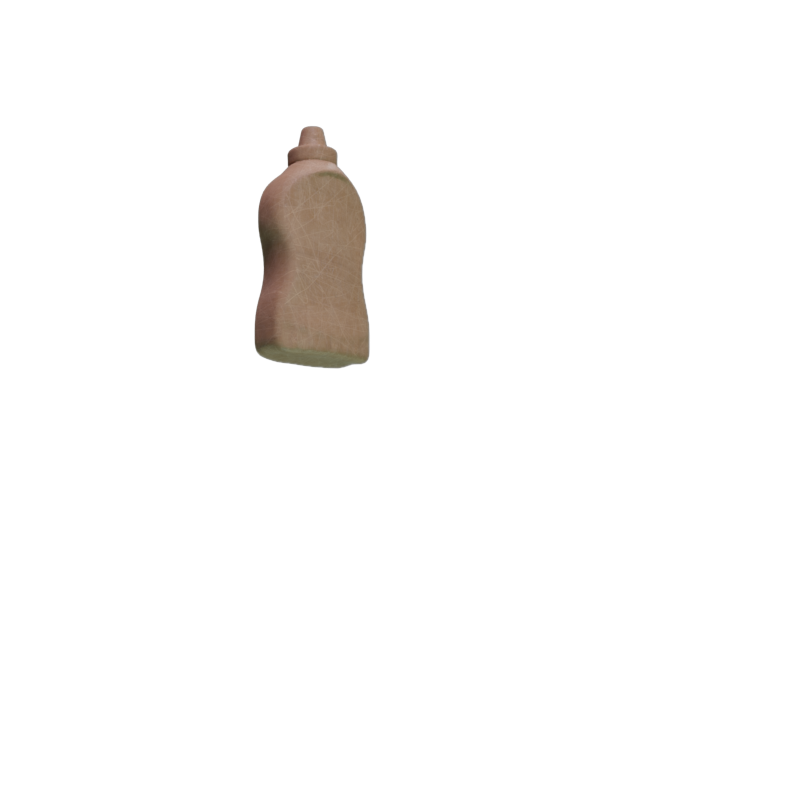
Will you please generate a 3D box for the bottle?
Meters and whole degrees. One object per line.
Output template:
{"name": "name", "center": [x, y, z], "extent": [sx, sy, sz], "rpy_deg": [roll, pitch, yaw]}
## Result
{"name": "bottle", "center": [-0.069, -0.125, 0.879], "extent": [0.091, 0.199, 0.059], "rpy_deg": [11, -19, -39]}
